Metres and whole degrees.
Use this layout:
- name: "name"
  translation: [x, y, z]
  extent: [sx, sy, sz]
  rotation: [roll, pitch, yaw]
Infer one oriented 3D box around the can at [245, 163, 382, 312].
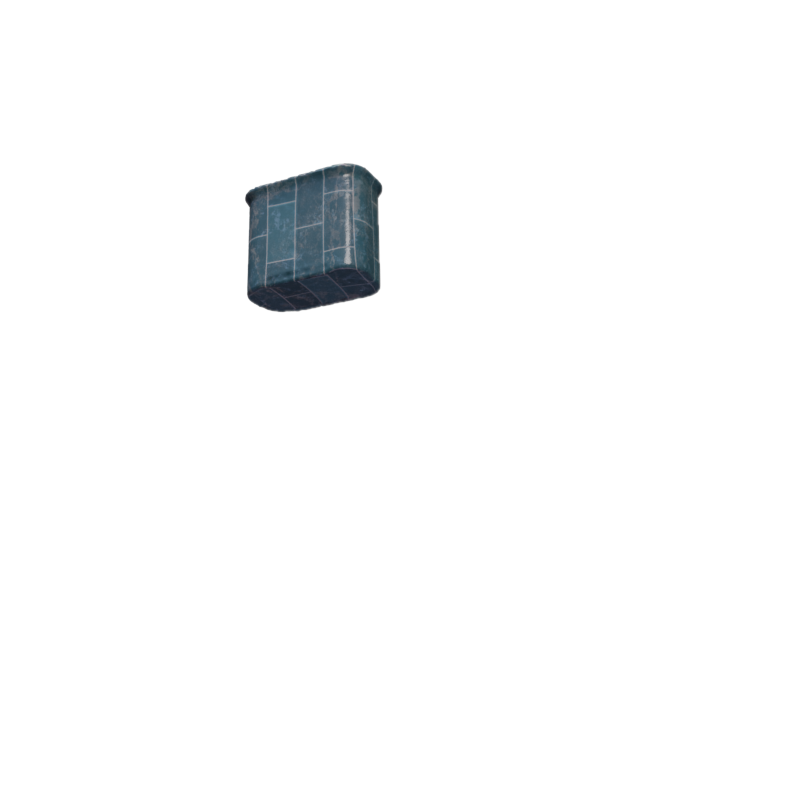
- name: "can"
  translation: [-0.064, -0.116, 0.813]
  extent: [0.104, 0.088, 0.053]
  rotation: [-11, -26, 24]
